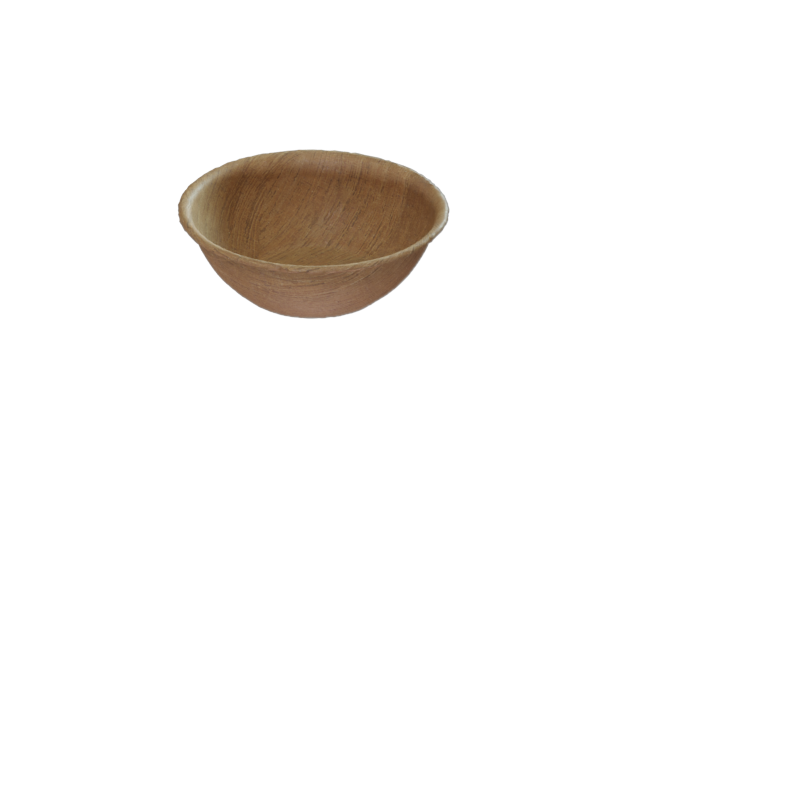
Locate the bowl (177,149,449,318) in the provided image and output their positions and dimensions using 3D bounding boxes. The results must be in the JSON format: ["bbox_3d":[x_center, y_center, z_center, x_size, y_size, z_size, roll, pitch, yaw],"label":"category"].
[{"bbox_3d":[-0.053,-0.096,0.673,0.162,0.052,0.173,-1,33,-2],"label":"bowl"}]
